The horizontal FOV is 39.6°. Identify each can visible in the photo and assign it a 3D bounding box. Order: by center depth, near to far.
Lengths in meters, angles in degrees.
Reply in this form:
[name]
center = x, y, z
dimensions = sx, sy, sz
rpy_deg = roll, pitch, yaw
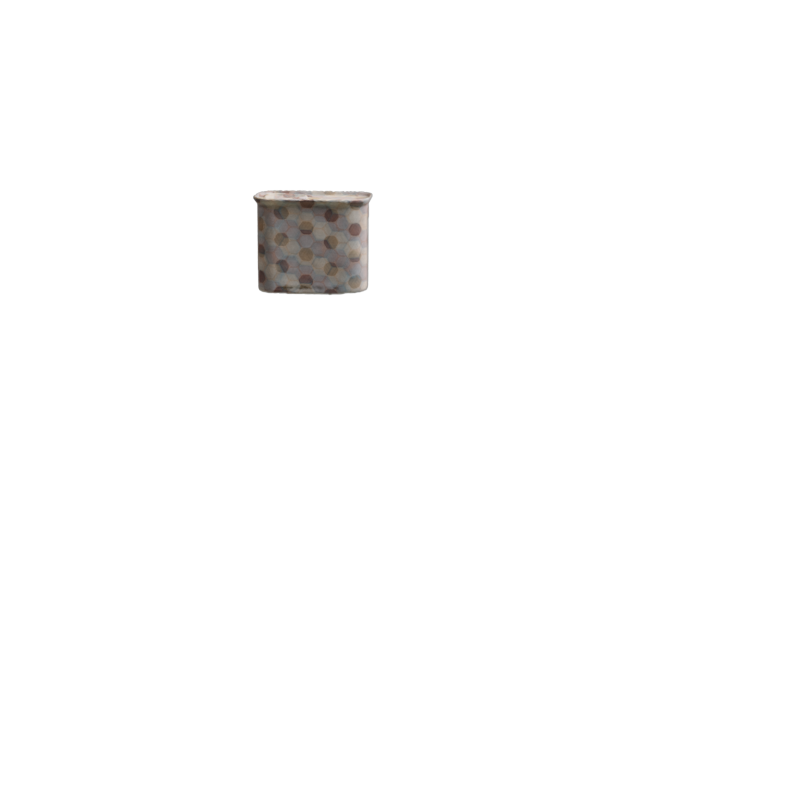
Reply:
[can]
center = -0.076, -0.138, 0.969
dimensions = 0.103, 0.082, 0.059
rpy_deg = 2, 13, 6
